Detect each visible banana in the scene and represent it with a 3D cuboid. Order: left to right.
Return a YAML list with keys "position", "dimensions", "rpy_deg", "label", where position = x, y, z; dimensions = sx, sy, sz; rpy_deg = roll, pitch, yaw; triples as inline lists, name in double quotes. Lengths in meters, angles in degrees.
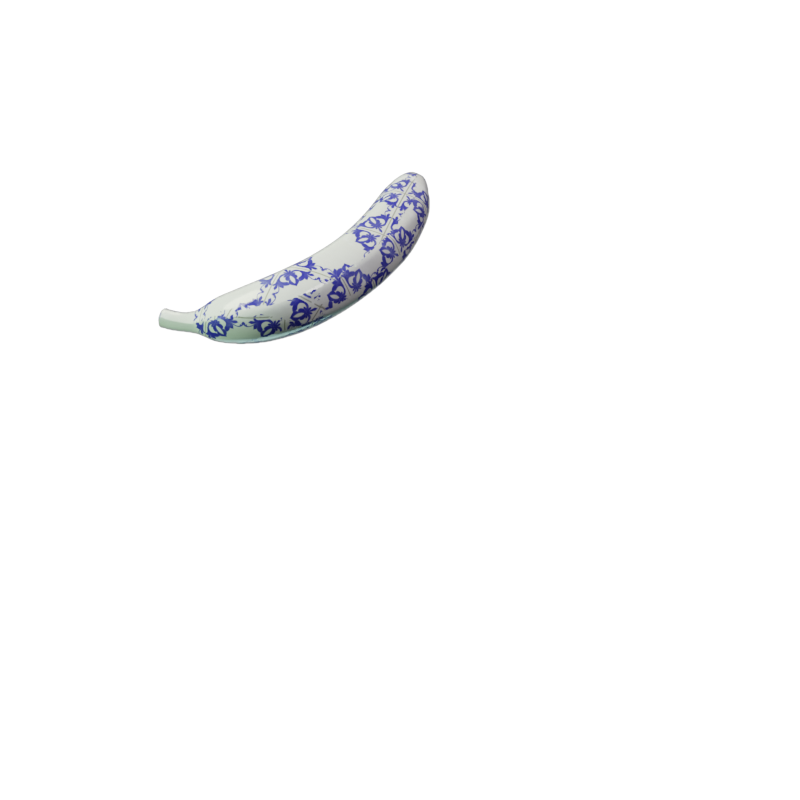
- position: [-0.042, -0.081, 0.644]
  dimensions: [0.198, 0.034, 0.074]
  rpy_deg: [-32, 54, -28]
  label: "banana"
